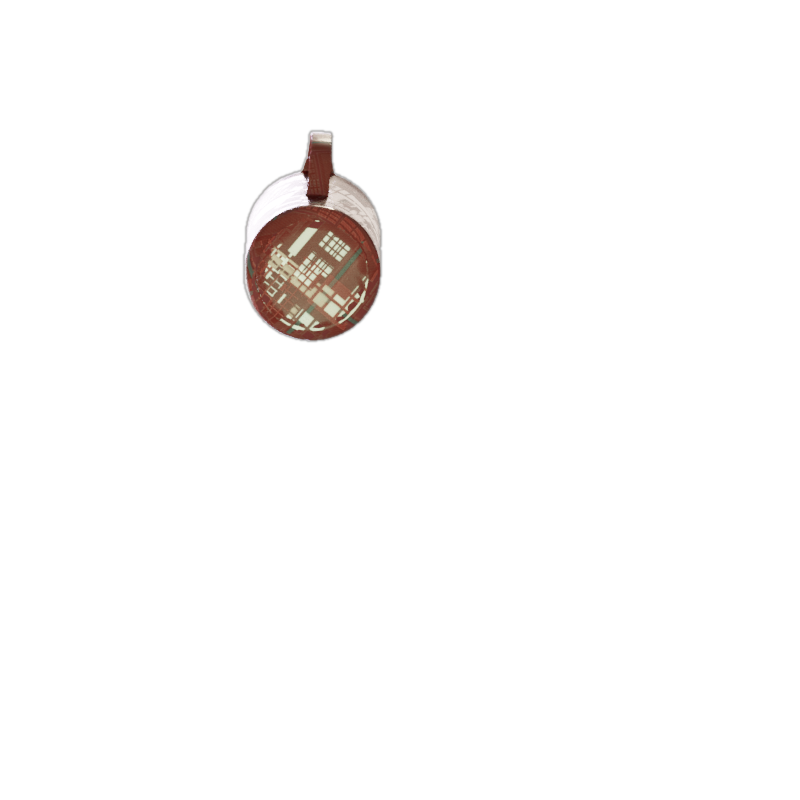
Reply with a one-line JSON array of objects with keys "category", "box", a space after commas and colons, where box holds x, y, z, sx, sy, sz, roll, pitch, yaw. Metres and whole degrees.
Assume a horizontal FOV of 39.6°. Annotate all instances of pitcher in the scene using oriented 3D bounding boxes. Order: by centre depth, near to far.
[{"category": "pitcher", "box": [-0.076, -0.139, 0.977, 0.144, 0.146, 0.250, -39, 12, 6]}]
